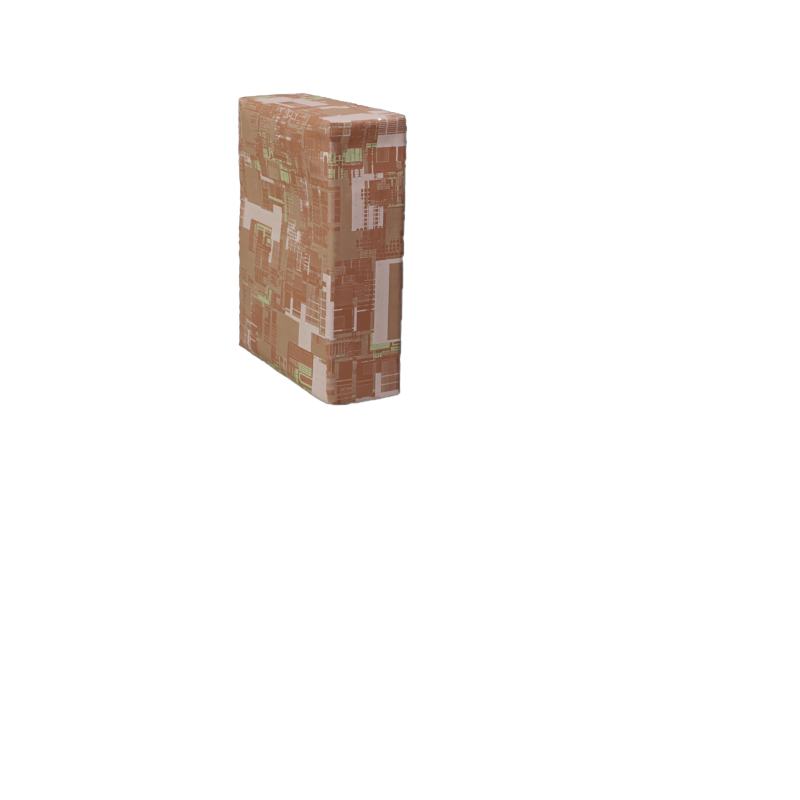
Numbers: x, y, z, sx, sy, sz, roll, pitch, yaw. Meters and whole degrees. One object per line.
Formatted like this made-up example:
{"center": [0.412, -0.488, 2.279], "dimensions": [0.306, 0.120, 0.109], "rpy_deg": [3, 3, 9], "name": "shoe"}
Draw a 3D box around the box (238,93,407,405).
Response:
{"center": [-0.067, -0.123, 0.862], "dimensions": [0.070, 0.206, 0.174], "rpy_deg": [-8, 19, -29], "name": "box"}
